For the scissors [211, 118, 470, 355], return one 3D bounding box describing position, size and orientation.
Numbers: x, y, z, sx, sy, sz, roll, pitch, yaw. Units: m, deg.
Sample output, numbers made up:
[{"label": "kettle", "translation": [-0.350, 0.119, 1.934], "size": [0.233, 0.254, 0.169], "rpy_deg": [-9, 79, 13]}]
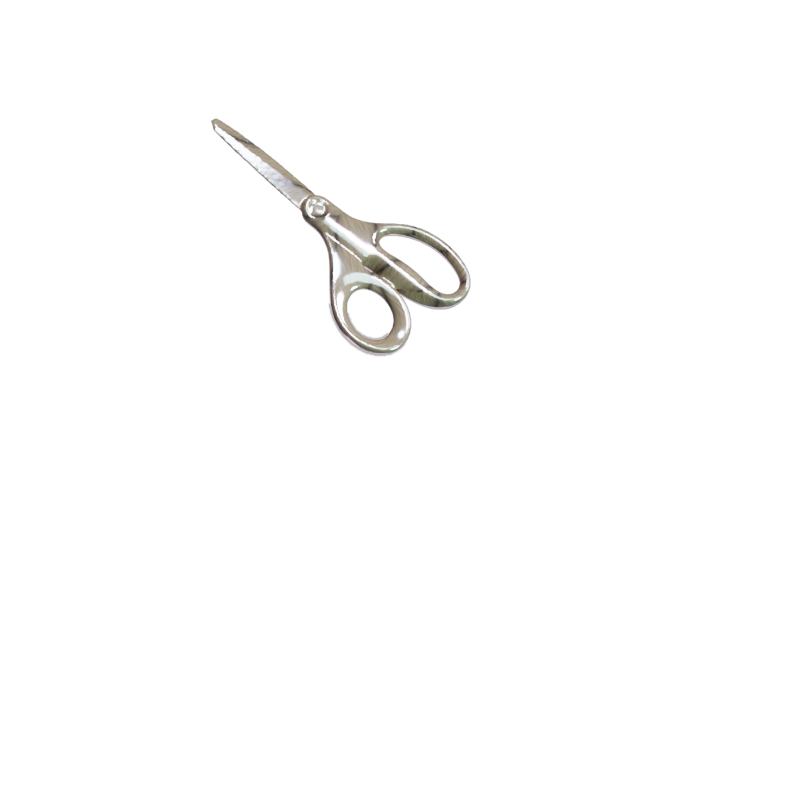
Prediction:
[{"label": "scissors", "translation": [-0.055, -0.100, 0.701], "size": [0.207, 0.099, 0.015], "rpy_deg": [27, -20, 11]}]
